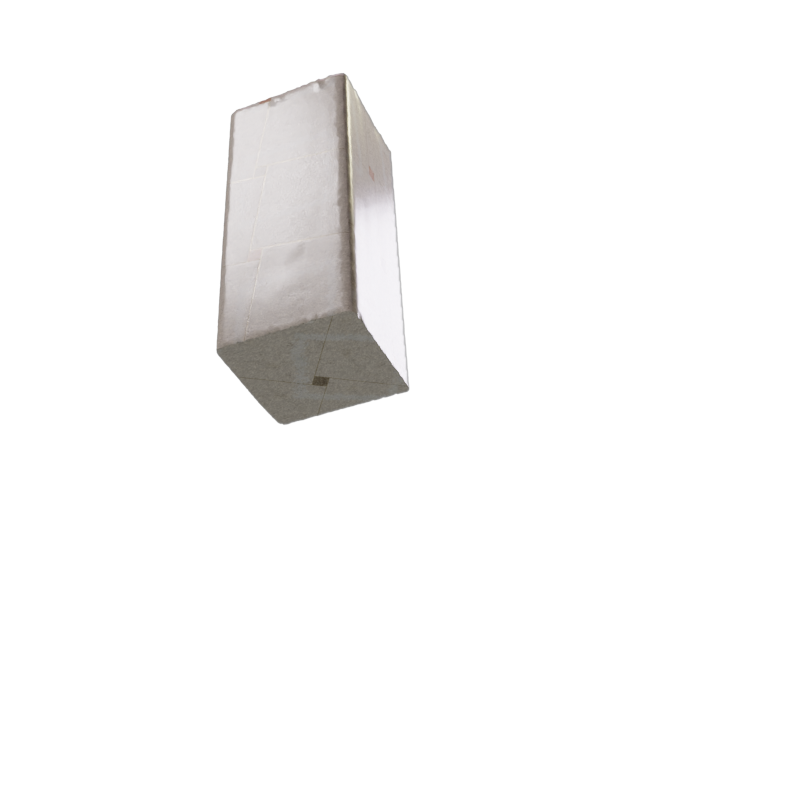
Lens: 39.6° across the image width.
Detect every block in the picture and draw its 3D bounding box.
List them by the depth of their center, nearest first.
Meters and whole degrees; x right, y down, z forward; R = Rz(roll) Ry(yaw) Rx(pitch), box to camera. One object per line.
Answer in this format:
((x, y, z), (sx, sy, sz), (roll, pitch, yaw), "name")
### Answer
((-0.057, -0.103, 0.720), (0.091, 0.221, 0.083), (-17, -41, 17), "block")
